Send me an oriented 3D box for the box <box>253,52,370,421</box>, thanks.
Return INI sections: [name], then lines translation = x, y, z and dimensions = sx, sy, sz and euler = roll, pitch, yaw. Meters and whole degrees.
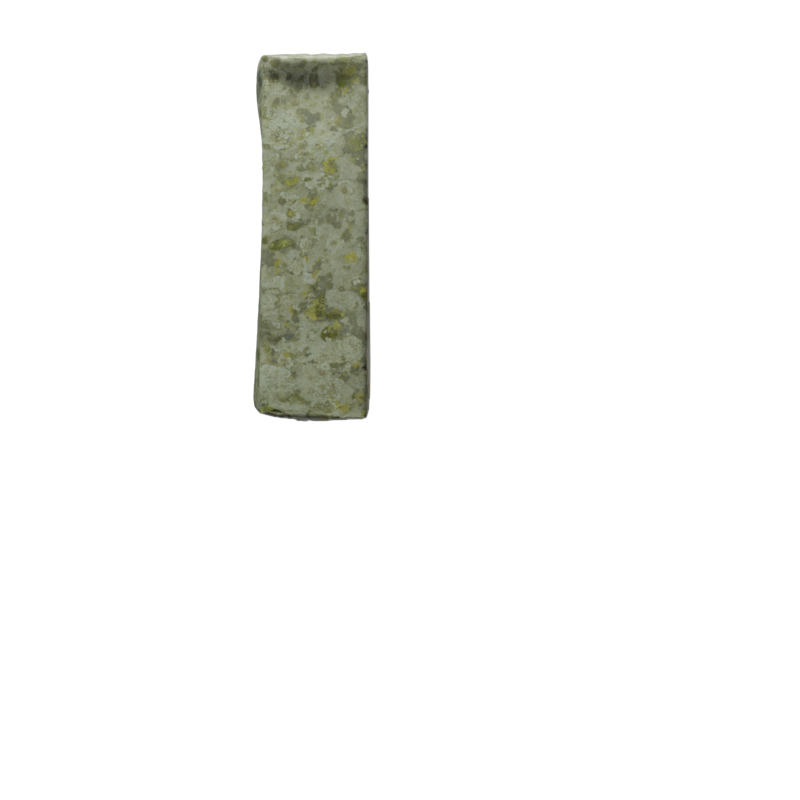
[box]
translation = -0.056, -0.102, 0.715
dimensions = 0.072, 0.215, 0.164
euler = 0, 0, -3
